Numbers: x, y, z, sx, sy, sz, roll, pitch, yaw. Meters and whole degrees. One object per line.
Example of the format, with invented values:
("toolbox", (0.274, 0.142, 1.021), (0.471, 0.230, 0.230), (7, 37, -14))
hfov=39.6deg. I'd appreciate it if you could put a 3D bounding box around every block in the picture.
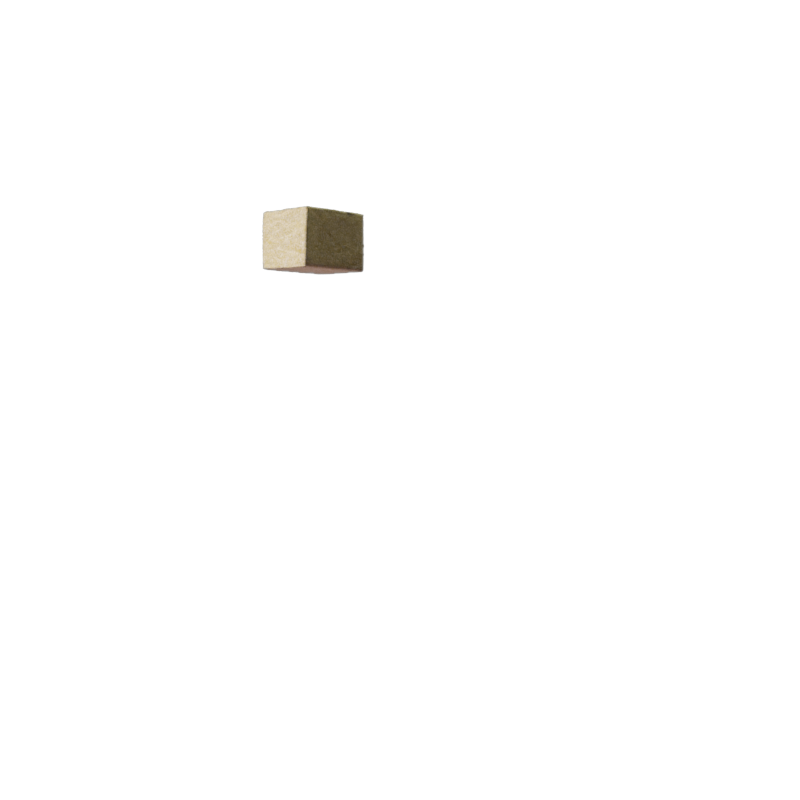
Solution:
("block", (-0.075, -0.137, 0.960), (0.055, 0.052, 0.075), (-1, -1, 39))
